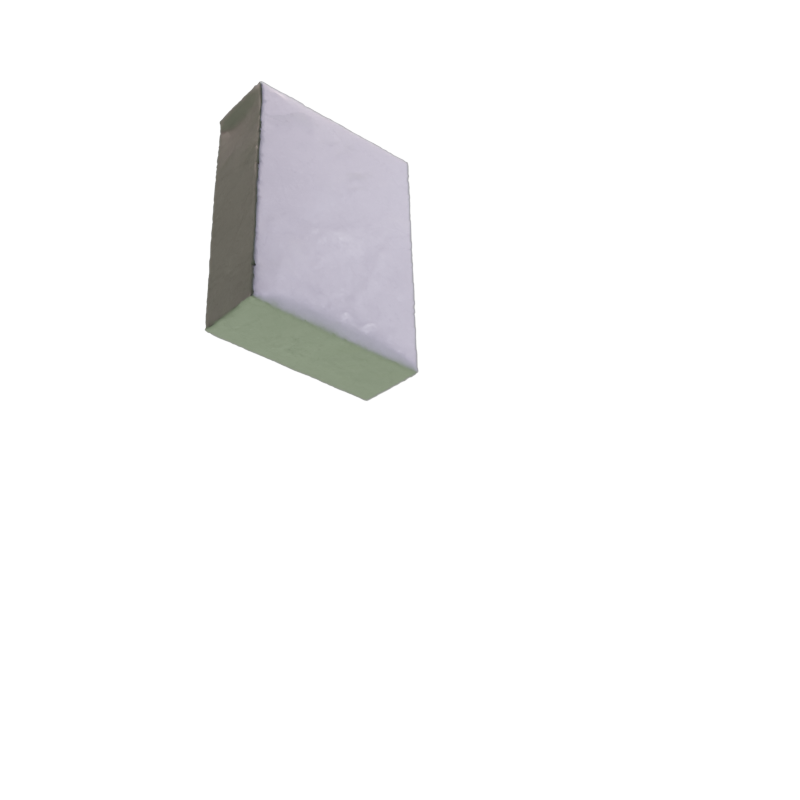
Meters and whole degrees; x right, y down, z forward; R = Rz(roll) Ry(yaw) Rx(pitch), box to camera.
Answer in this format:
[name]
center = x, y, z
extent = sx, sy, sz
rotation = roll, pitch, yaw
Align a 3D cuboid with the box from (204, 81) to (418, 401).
[box]
center = -0.070, -0.127, 0.890
extent = 0.155, 0.229, 0.071
rotation = 23, -42, -33
